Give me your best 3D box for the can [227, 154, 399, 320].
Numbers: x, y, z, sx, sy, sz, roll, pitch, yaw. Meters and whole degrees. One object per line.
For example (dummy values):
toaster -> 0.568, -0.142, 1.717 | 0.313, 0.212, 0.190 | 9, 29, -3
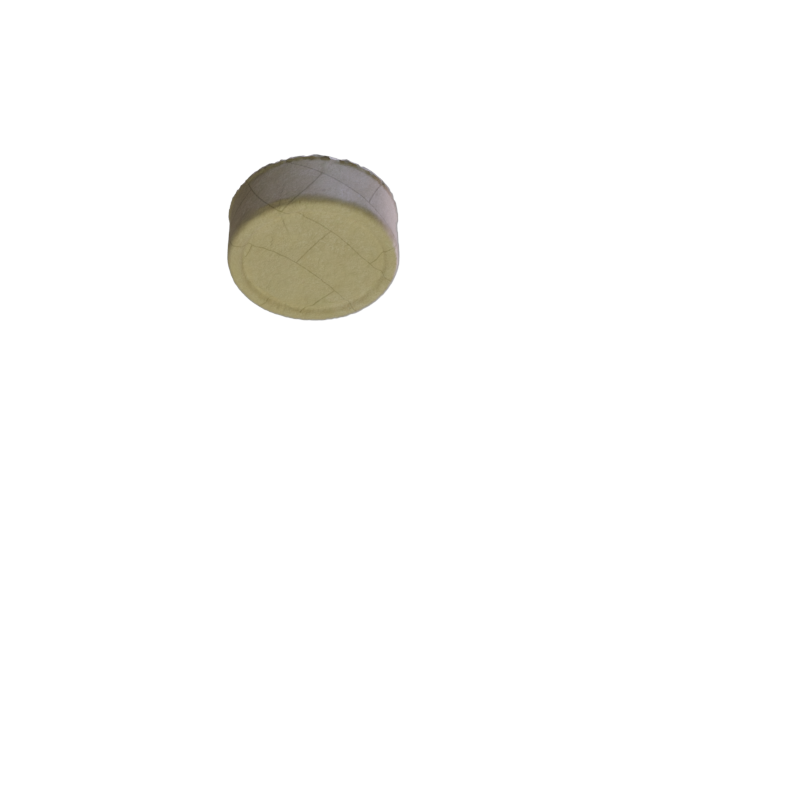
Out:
can -> -0.043, -0.078, 0.550 | 0.086, 0.036, 0.080 | 1, -41, -1
